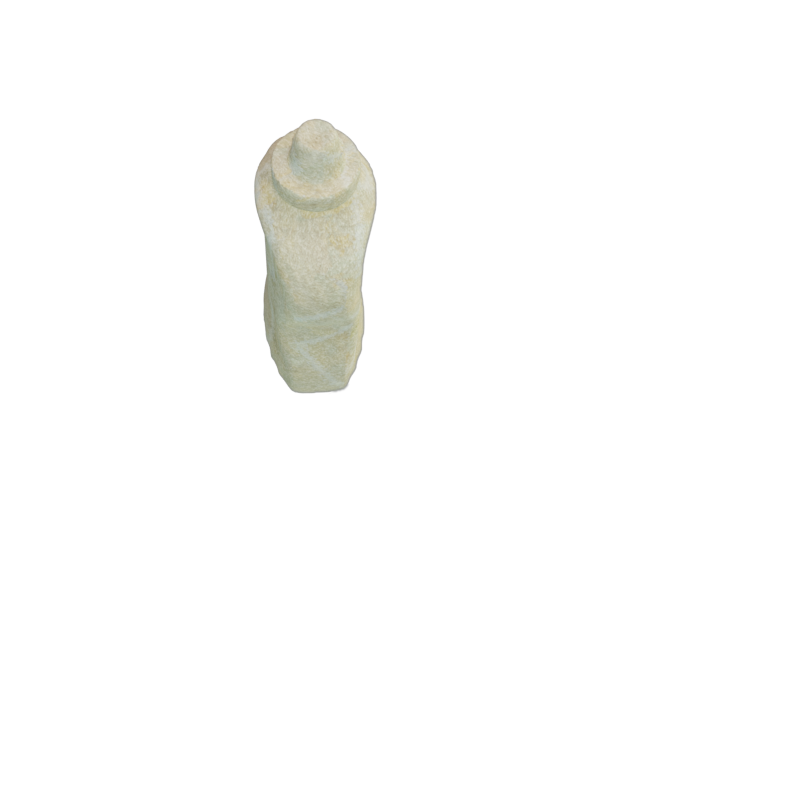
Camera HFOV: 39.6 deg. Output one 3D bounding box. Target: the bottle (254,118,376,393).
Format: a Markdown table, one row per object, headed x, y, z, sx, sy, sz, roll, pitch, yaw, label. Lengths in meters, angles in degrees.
| x | y | z | sx | sy | sz | roll | pitch | yaw | label |
| --- | --- | --- | --- | --- | --- | --- | --- | --- | --- |
| -0.044 | -0.081 | 0.564 | 0.058 | 0.102 | 0.181 | -2 | -24 | -5 | bottle |
